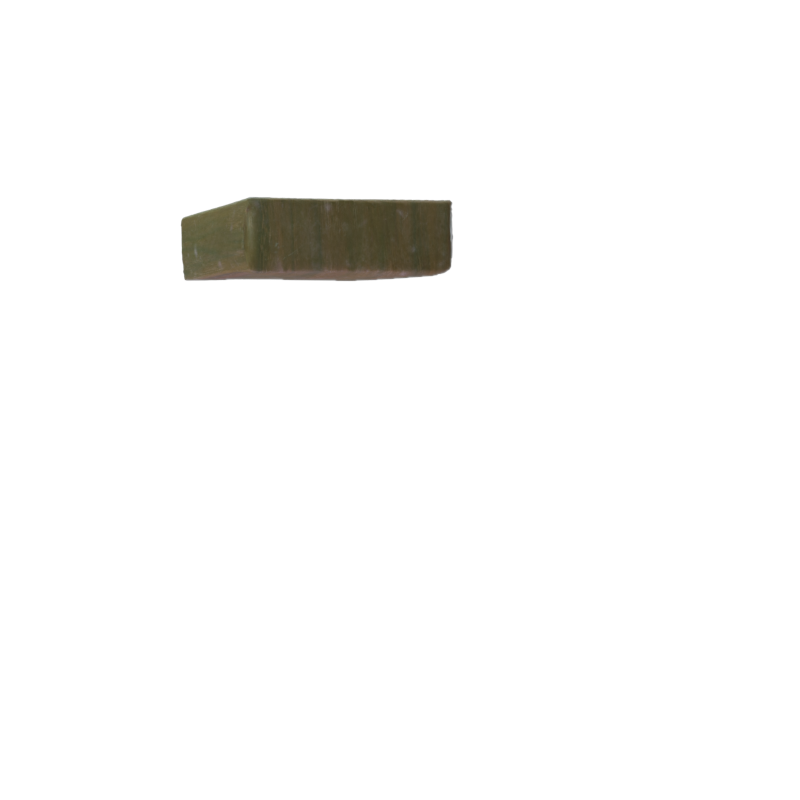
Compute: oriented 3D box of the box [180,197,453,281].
[{"bbox_3d":[-0.044,-0.080,0.558,0.110,0.039,0.093,-2,3,-28],"label":"box"}]
